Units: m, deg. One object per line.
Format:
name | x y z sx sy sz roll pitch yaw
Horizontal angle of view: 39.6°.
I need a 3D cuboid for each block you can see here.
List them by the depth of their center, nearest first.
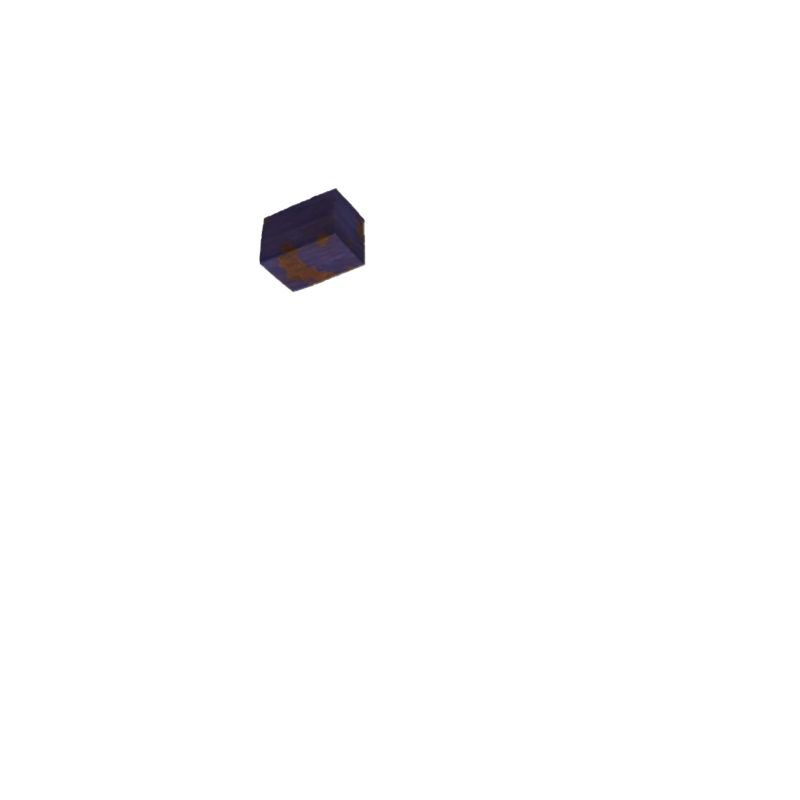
block | -0.075 -0.137 0.961 0.079 0.055 0.049 -19 -39 24
